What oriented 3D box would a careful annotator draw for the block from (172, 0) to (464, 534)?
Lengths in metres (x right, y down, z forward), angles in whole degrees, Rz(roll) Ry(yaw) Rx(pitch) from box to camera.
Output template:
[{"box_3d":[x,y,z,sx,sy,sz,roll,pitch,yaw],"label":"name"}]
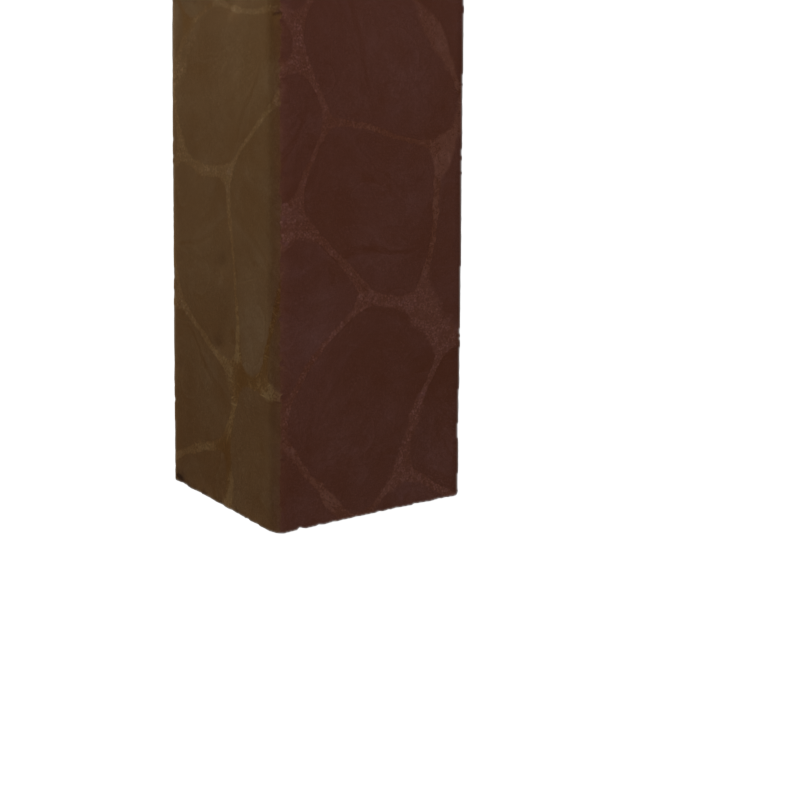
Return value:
[{"box_3d":[-0.036,-0.066,0.459,0.088,0.204,0.094,-4,7,-36],"label":"block"}]
